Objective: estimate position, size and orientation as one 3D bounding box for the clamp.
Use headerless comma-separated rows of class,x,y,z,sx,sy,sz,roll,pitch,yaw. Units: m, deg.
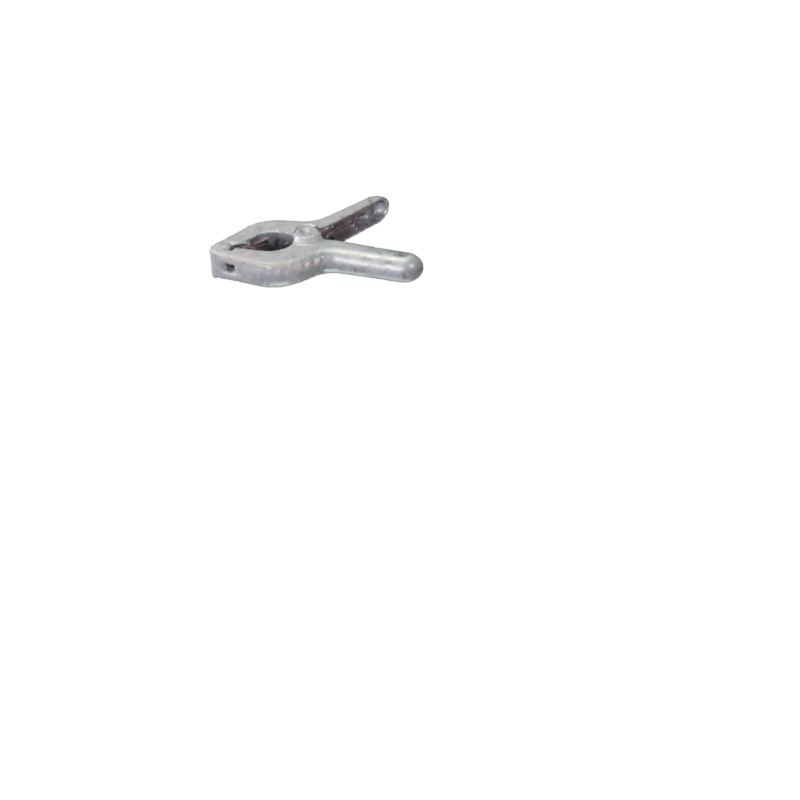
clamp,-0.073,-0.133,0.929,0.171,0.037,0.128,-2,31,-4
